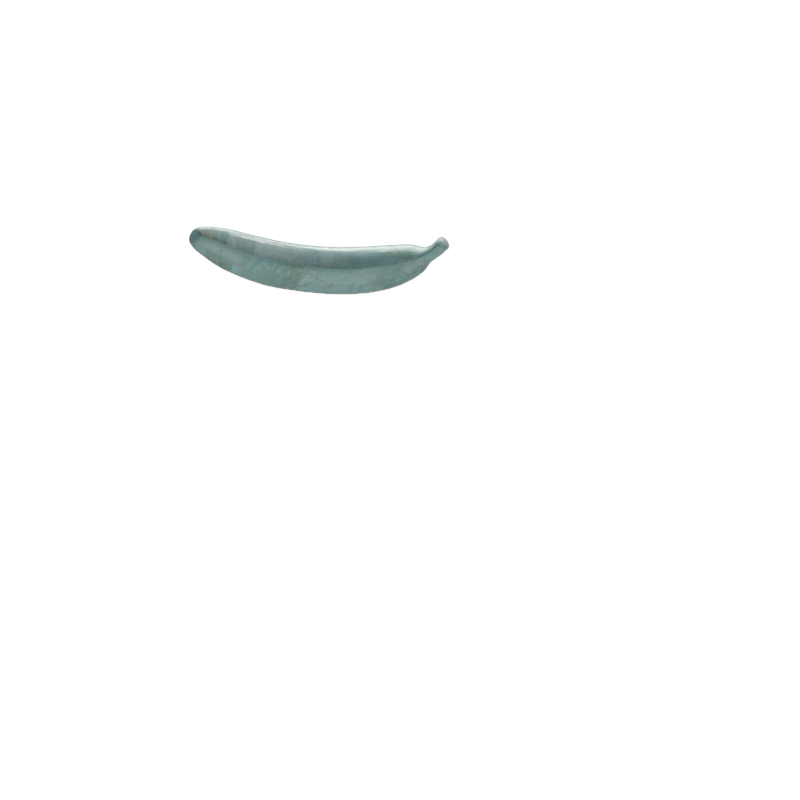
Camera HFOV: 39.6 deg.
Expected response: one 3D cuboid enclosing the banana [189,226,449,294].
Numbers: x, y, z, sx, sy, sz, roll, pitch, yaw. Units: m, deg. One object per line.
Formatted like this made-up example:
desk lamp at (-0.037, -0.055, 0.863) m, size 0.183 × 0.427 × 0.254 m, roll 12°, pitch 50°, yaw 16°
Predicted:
banana at (-0.065, -0.112, 0.870) m, size 0.197 × 0.039 × 0.065 m, roll 1°, pitch -39°, yaw -1°
